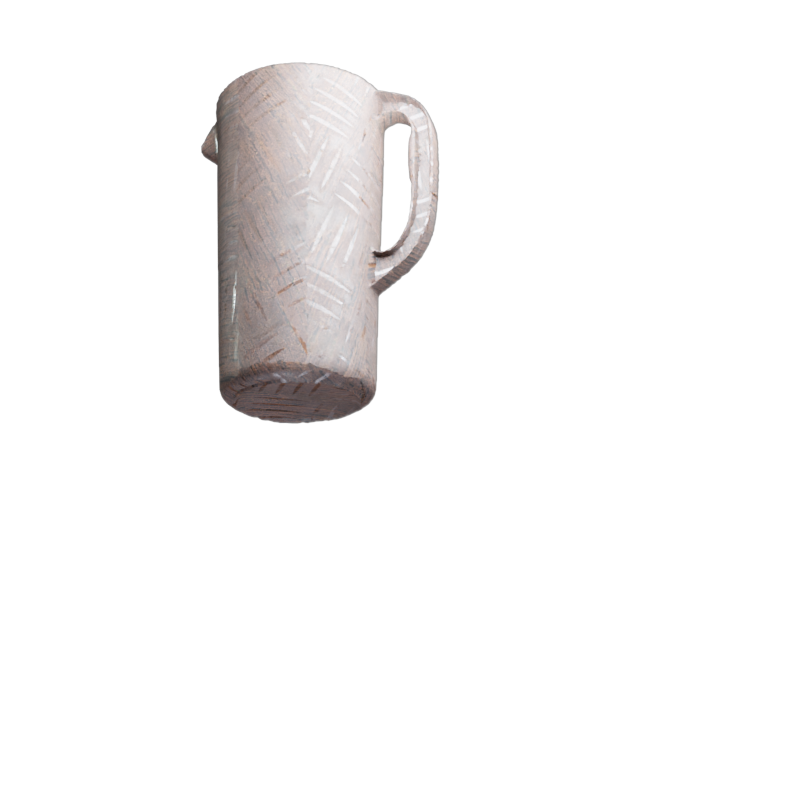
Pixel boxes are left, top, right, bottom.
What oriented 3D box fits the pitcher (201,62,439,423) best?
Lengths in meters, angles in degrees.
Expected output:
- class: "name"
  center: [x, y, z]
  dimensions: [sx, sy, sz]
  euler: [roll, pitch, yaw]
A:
- class: "pitcher"
  center: [-0.063, -0.115, 0.803]
  dimensions: [0.139, 0.257, 0.147]
  euler: [10, -27, -25]
